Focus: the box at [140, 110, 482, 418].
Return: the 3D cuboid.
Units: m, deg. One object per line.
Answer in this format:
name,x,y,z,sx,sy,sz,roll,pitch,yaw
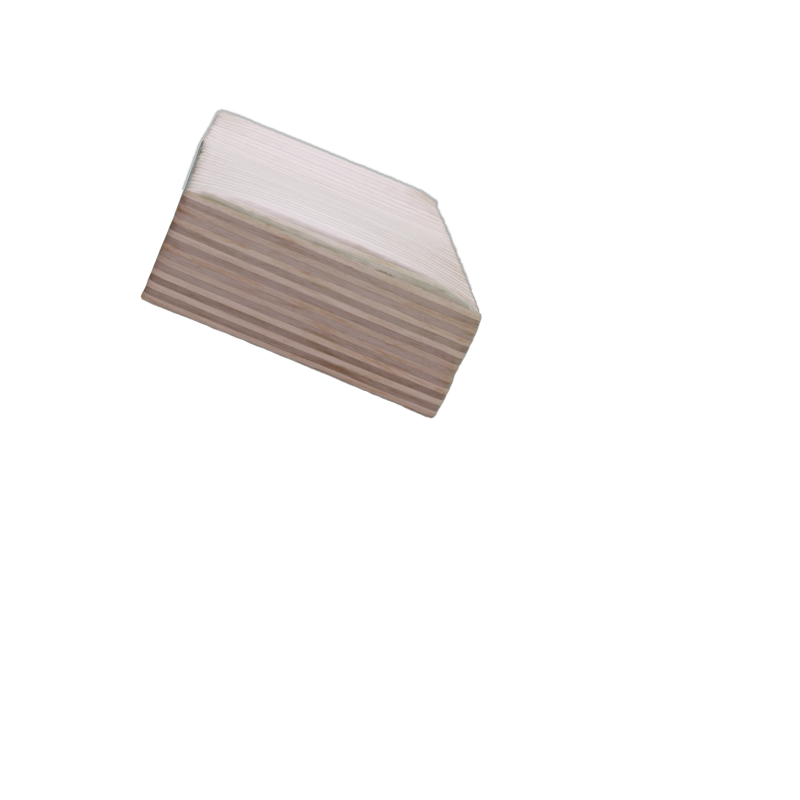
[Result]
box,-0.051,-0.092,0.645,0.161,0.070,0.225,21,21,-11
